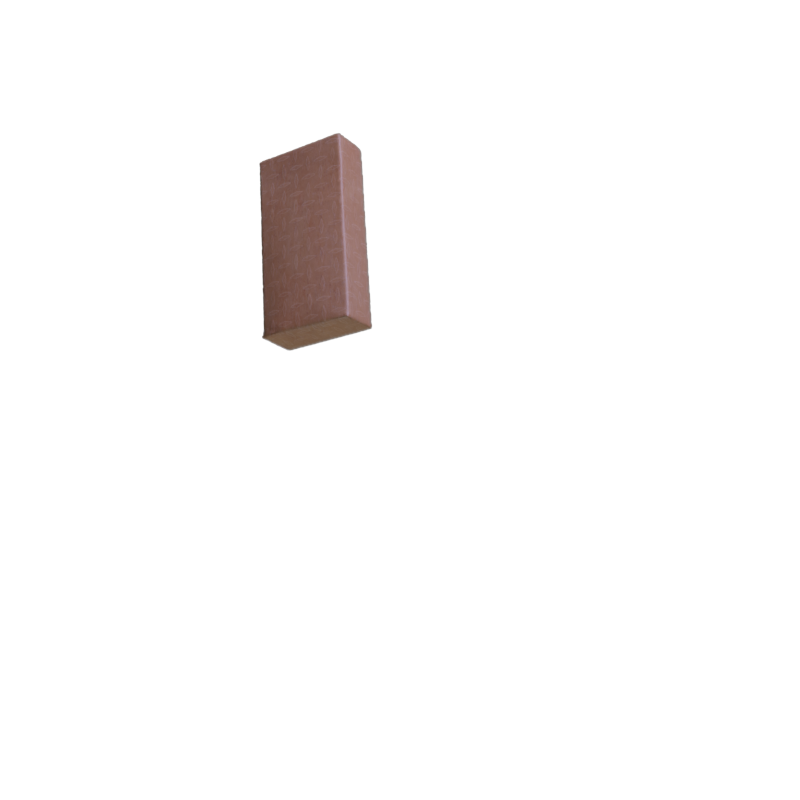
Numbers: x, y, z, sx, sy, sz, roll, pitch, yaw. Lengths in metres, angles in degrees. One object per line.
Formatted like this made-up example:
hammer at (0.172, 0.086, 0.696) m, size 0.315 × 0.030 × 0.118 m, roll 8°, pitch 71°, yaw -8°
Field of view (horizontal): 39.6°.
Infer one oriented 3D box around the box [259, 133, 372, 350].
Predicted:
box at (-0.077, -0.140, 0.984) m, size 0.095 × 0.186 × 0.045 m, roll -16°, pitch -28°, yaw 29°
